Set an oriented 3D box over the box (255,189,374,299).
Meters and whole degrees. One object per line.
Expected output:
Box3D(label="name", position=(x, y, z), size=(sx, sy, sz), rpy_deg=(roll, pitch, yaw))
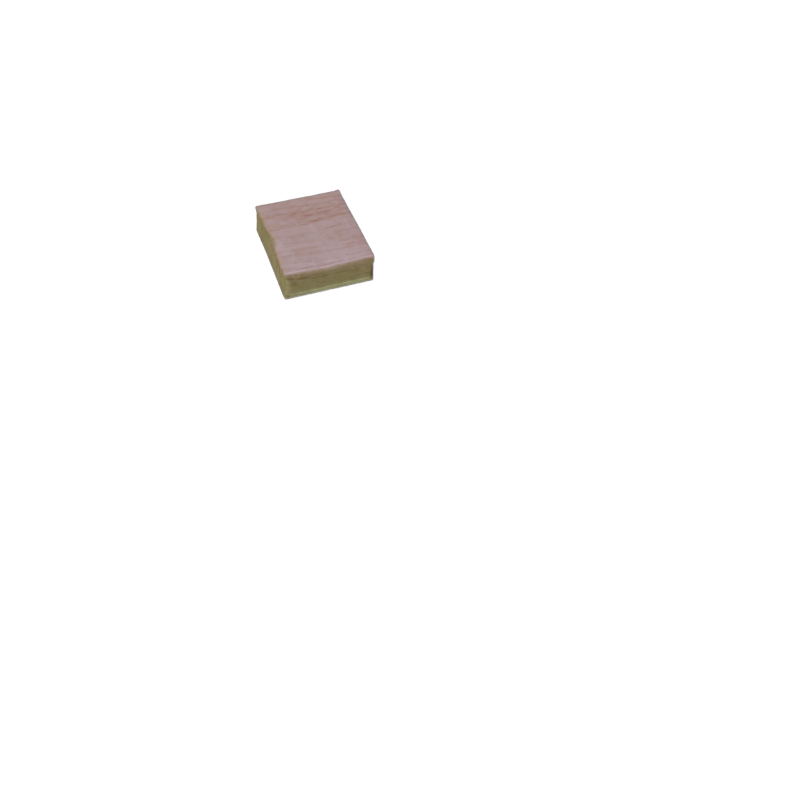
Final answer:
Box3D(label="box", position=(-0.069, -0.125, 0.878), size=(0.072, 0.028, 0.097), rpy_deg=(-13, 48, -13))
